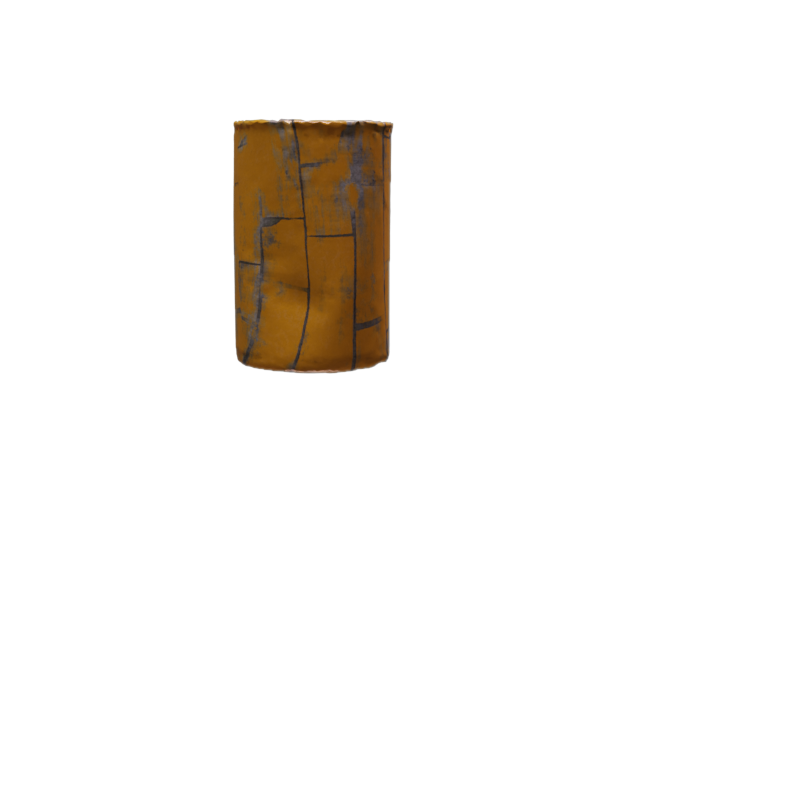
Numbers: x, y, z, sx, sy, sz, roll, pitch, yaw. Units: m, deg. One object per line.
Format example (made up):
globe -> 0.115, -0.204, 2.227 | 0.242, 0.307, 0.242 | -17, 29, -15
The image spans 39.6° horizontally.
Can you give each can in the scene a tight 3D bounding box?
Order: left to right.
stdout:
can -> -0.037, -0.068, 0.473 | 0.068, 0.101, 0.070 | 0, 6, -2
